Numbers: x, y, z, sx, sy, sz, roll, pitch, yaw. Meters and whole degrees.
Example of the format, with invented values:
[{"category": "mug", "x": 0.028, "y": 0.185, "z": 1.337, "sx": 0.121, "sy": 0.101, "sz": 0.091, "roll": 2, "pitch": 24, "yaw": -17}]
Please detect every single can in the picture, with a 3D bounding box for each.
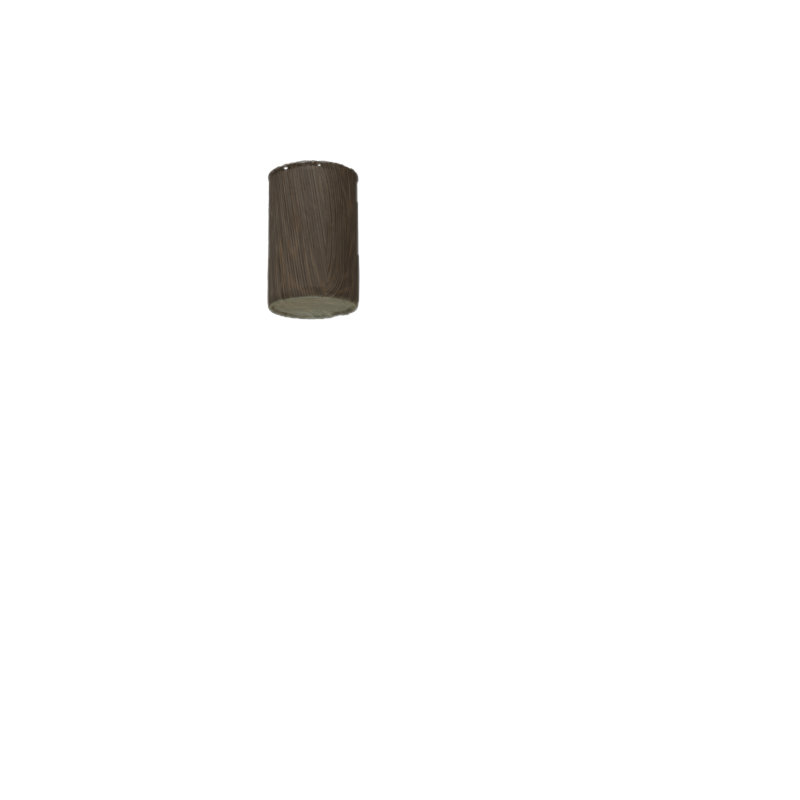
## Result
[{"category": "can", "x": -0.064, "y": -0.116, "z": 0.814, "sx": 0.068, "sy": 0.106, "sz": 0.066, "roll": 0, "pitch": -15, "yaw": -2}]
